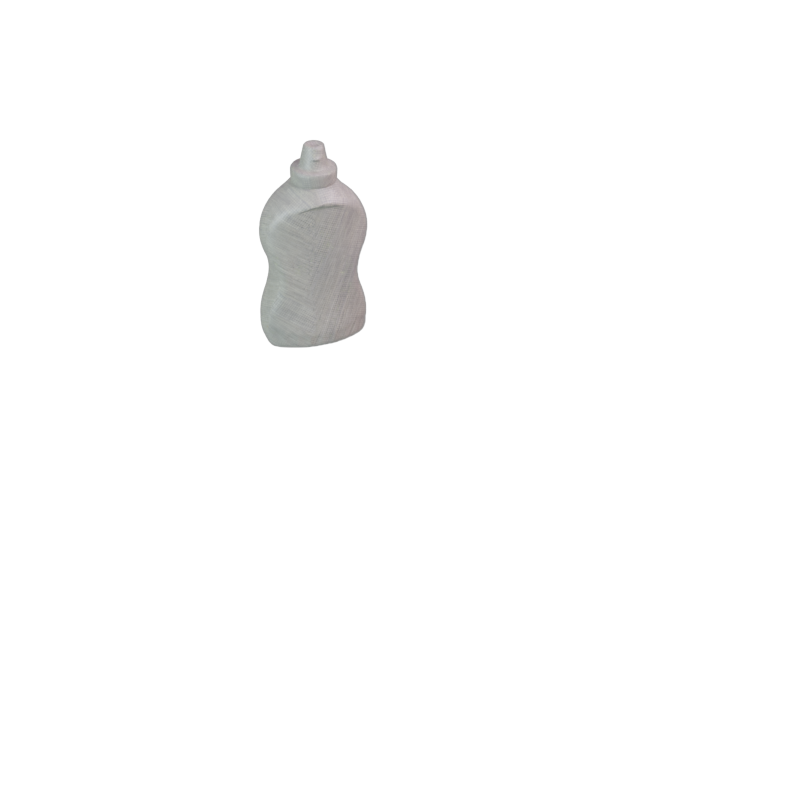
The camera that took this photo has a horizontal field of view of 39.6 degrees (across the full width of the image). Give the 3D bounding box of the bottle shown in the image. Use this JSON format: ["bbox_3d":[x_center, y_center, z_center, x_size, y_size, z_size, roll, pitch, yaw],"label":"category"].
[{"bbox_3d":[-0.077,-0.141,0.989,0.095,0.180,0.063,-8,33,-16],"label":"bottle"}]
